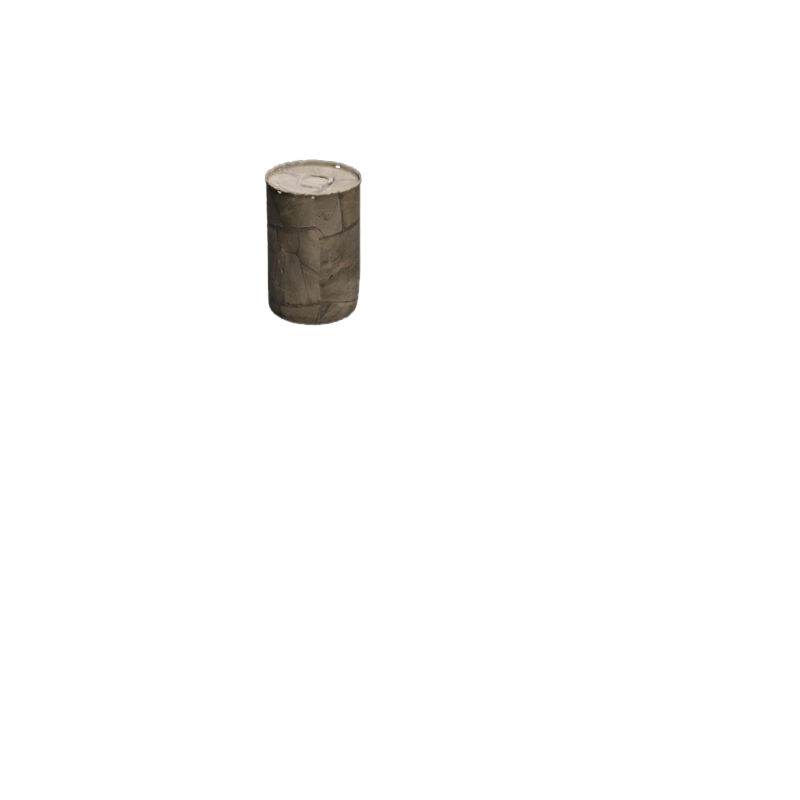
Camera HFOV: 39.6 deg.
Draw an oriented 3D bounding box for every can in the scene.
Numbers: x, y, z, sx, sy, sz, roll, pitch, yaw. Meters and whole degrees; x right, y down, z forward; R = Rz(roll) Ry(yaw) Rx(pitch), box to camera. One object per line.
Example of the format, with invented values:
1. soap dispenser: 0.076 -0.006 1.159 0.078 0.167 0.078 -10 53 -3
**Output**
1. can: -0.062 -0.114 0.796 0.068 0.097 0.073 0 28 -2
